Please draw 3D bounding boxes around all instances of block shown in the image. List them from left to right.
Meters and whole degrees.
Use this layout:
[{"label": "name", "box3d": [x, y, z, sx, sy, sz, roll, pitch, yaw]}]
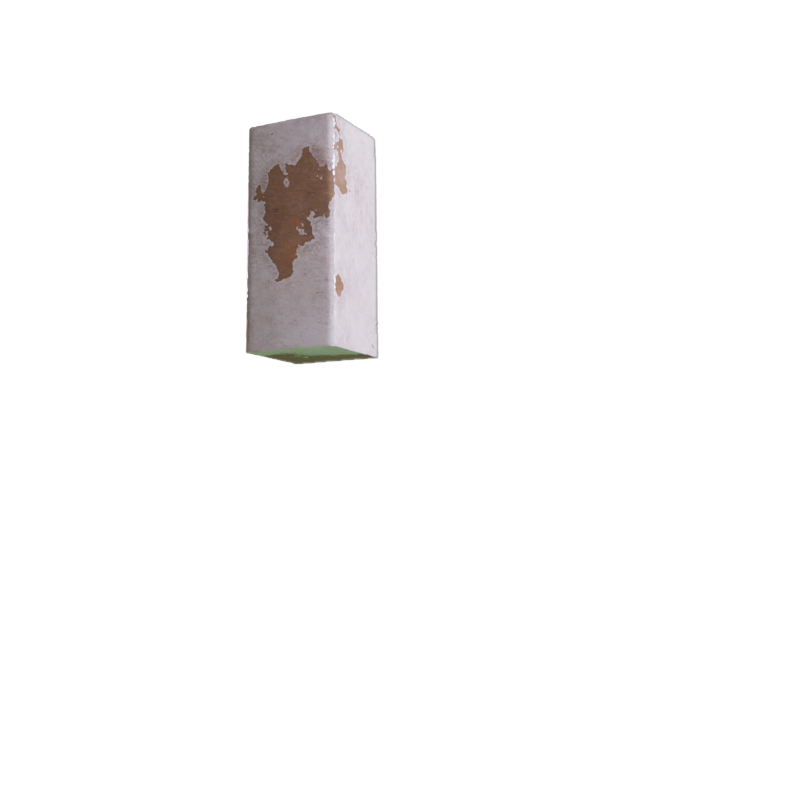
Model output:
[{"label": "block", "box3d": [-0.078, -0.143, 0.999, 0.092, 0.213, 0.086, -7, -14, 26]}]
